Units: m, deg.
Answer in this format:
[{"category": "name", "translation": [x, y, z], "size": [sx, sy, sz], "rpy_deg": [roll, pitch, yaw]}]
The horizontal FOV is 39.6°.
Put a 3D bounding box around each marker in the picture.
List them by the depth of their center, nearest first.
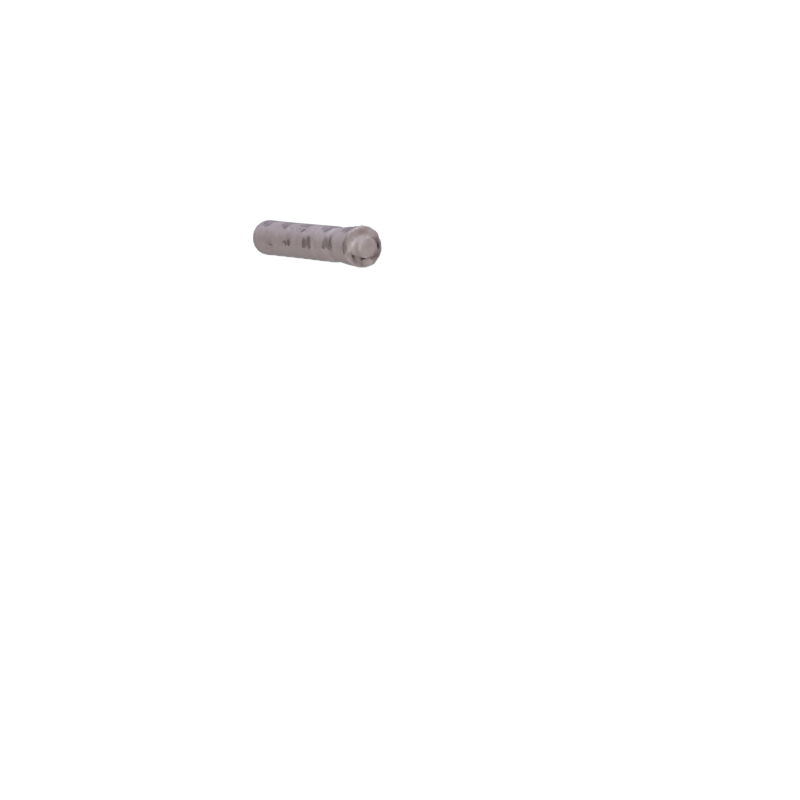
[{"category": "marker", "translation": [-0.042, -0.077, 0.540], "size": [0.019, 0.019, 0.126], "rpy_deg": [-2, 10, -27]}]
